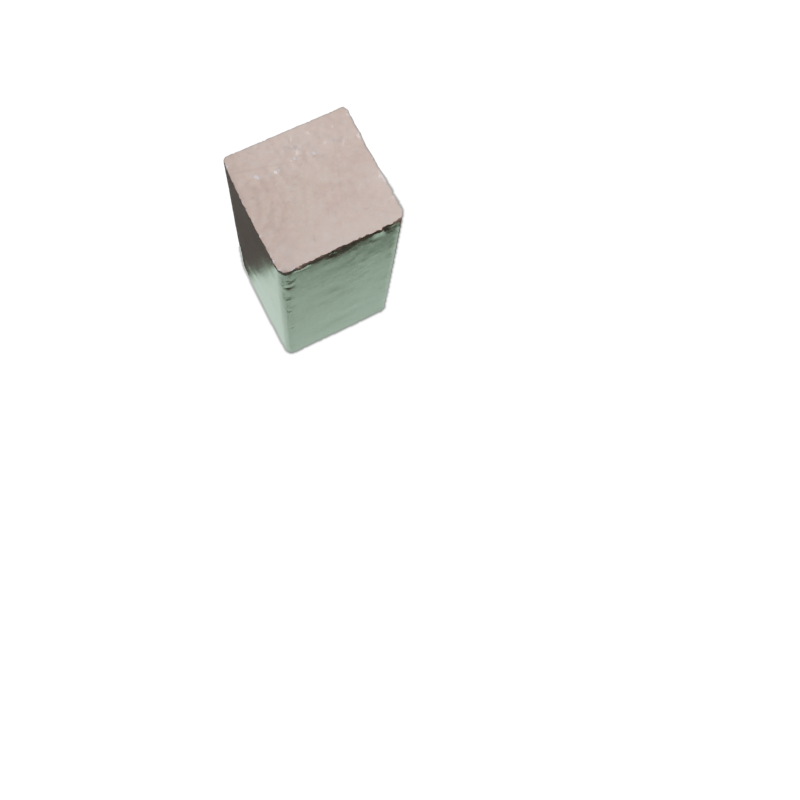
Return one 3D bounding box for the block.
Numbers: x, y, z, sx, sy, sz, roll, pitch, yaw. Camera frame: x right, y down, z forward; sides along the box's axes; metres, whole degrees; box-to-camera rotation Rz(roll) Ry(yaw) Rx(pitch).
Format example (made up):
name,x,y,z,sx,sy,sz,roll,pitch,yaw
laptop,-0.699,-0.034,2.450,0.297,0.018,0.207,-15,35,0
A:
name,x,y,z,sx,sy,sz,roll,pitch,yaw
block,-0.062,-0.113,0.799,0.090,0.094,0.199,-25,-11,-9
